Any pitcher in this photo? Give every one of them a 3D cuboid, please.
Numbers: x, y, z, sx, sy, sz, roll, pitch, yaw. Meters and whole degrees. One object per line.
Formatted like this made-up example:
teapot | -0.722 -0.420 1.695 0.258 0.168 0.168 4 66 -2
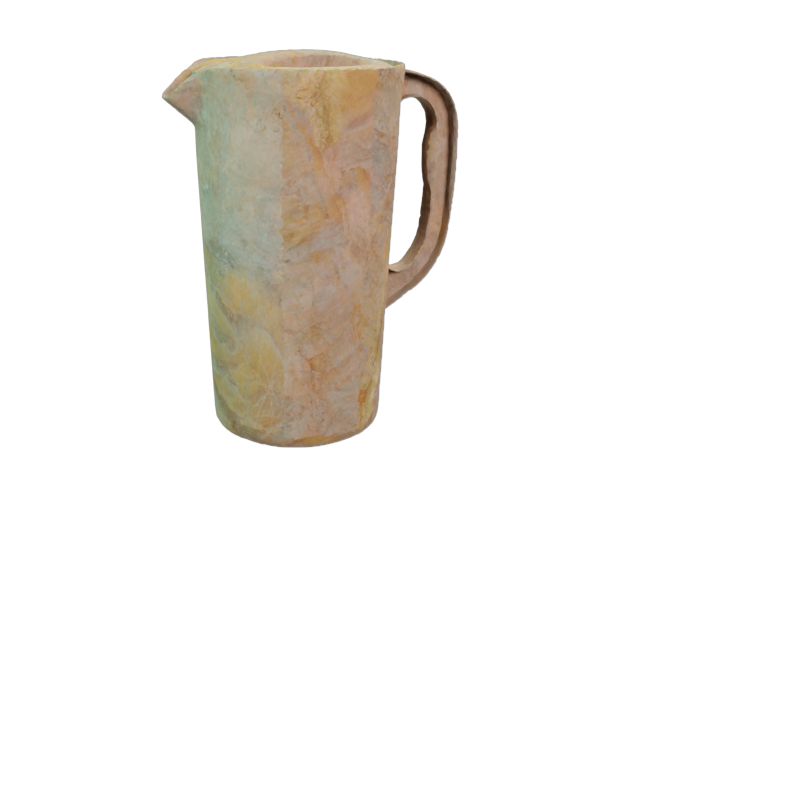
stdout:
pitcher | -0.056 -0.101 0.709 0.155 0.235 0.145 8 17 23
